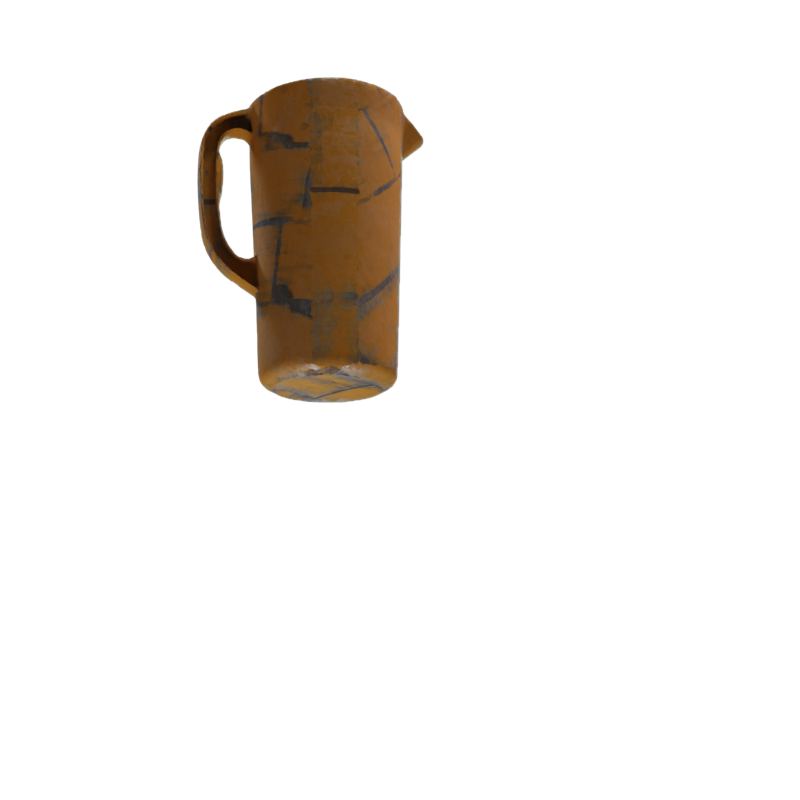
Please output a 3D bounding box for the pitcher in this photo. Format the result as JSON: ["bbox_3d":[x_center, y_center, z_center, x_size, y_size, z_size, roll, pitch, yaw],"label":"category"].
[{"bbox_3d":[-0.070,-0.128,0.894,0.152,0.255,0.136,-12,-22,29],"label":"pitcher"}]
